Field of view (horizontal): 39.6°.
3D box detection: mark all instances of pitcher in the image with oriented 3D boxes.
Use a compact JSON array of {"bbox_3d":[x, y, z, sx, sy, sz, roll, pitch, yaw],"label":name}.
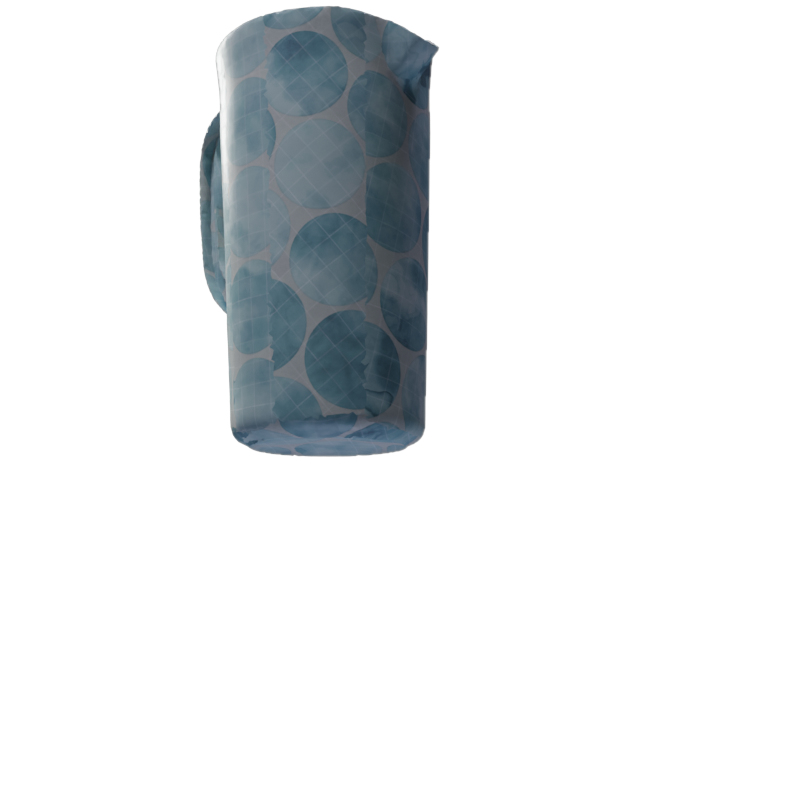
[{"bbox_3d":[-0.051,-0.093,0.654,0.144,0.253,0.144,0,-15,-4],"label":"pitcher"}]
